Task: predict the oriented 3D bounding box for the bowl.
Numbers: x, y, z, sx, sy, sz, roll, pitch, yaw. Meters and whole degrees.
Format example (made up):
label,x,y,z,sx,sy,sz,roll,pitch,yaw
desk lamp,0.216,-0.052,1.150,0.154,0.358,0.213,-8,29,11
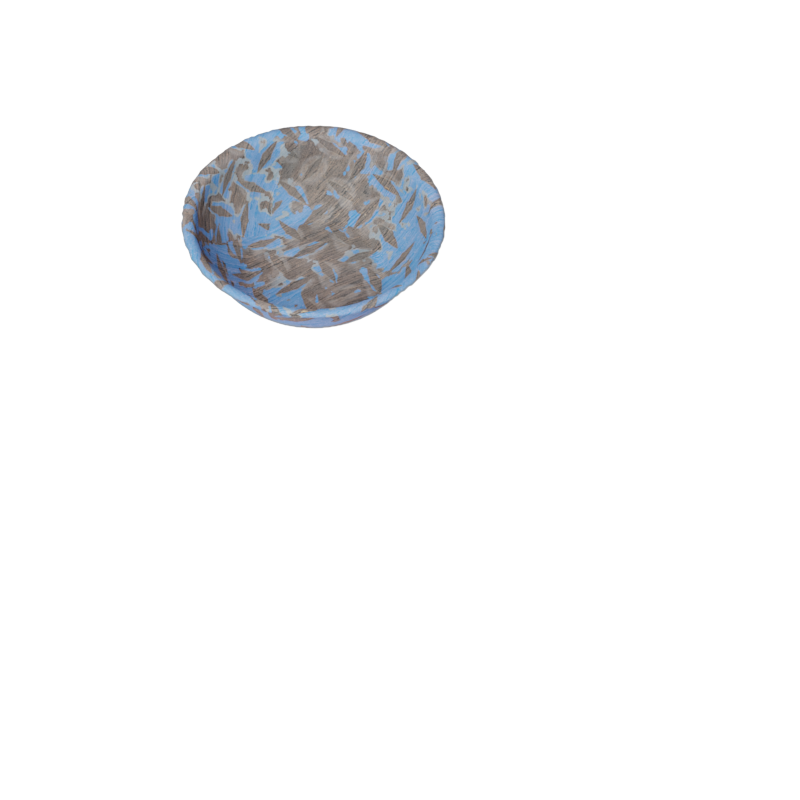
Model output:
label,x,y,z,sx,sy,sz,roll,pitch,yaw
bowl,-0.055,-0.099,0.697,0.162,0.174,0.051,-1,-39,-1
